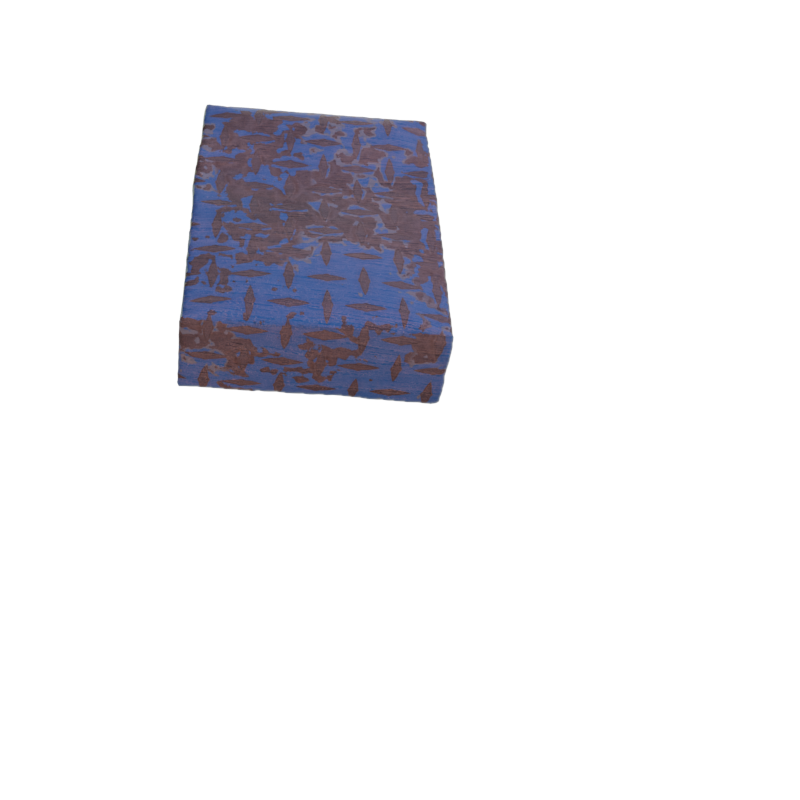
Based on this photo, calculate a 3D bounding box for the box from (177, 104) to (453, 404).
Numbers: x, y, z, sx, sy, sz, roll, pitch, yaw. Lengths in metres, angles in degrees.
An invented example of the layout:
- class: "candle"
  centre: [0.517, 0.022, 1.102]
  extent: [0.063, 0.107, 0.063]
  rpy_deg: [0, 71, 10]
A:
- class: "box"
  centre: [-0.057, -0.105, 0.734]
  extent: [0.163, 0.230, 0.067]
  rpy_deg: [3, -43, -6]
